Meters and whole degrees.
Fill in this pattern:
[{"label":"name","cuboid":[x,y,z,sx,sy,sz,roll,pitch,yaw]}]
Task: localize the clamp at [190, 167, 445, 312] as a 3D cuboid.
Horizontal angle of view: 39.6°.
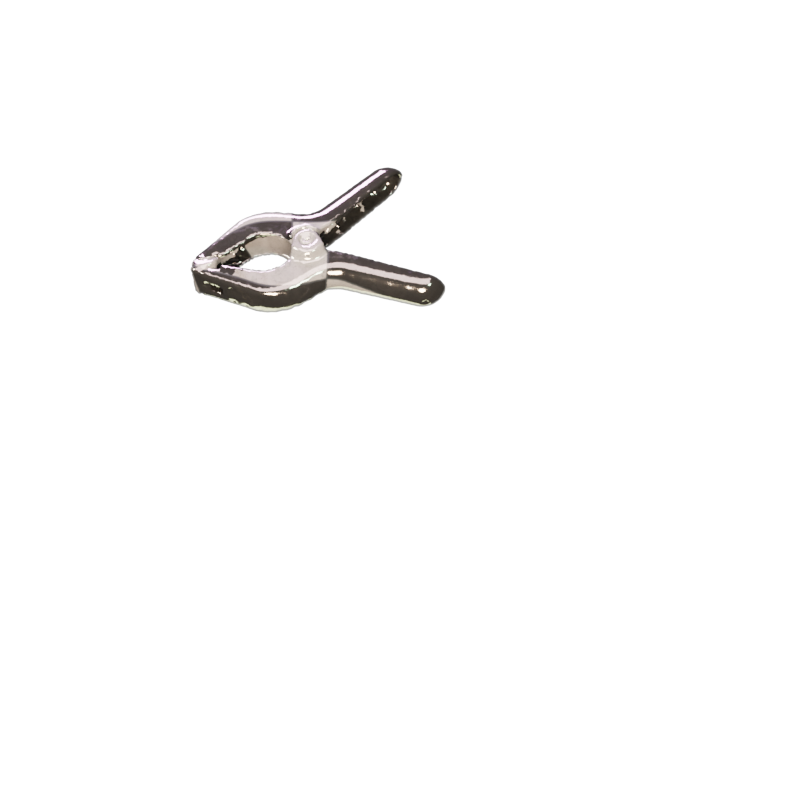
[{"label":"clamp","cuboid":[-0.061,-0.112,0.782,0.171,0.129,0.036,-4,-41,-4]}]
